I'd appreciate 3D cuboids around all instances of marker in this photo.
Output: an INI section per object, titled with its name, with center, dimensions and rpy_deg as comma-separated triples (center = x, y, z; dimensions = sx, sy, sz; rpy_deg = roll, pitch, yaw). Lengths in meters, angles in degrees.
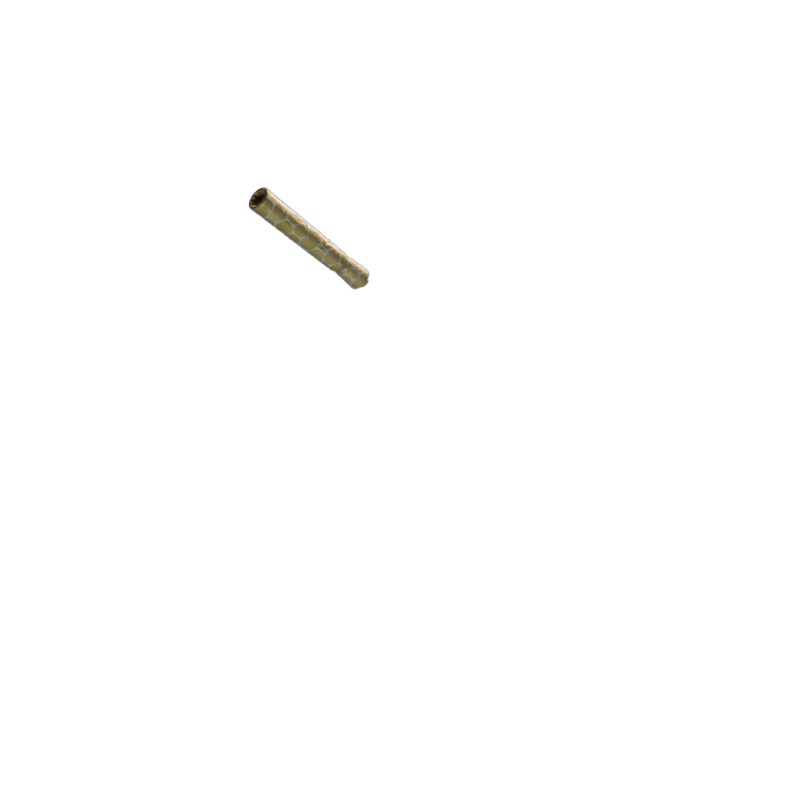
[marker]
center = -0.064, -0.116, 0.814
dimensions = 0.021, 0.020, 0.113
rpy_deg = 3, -25, 48
